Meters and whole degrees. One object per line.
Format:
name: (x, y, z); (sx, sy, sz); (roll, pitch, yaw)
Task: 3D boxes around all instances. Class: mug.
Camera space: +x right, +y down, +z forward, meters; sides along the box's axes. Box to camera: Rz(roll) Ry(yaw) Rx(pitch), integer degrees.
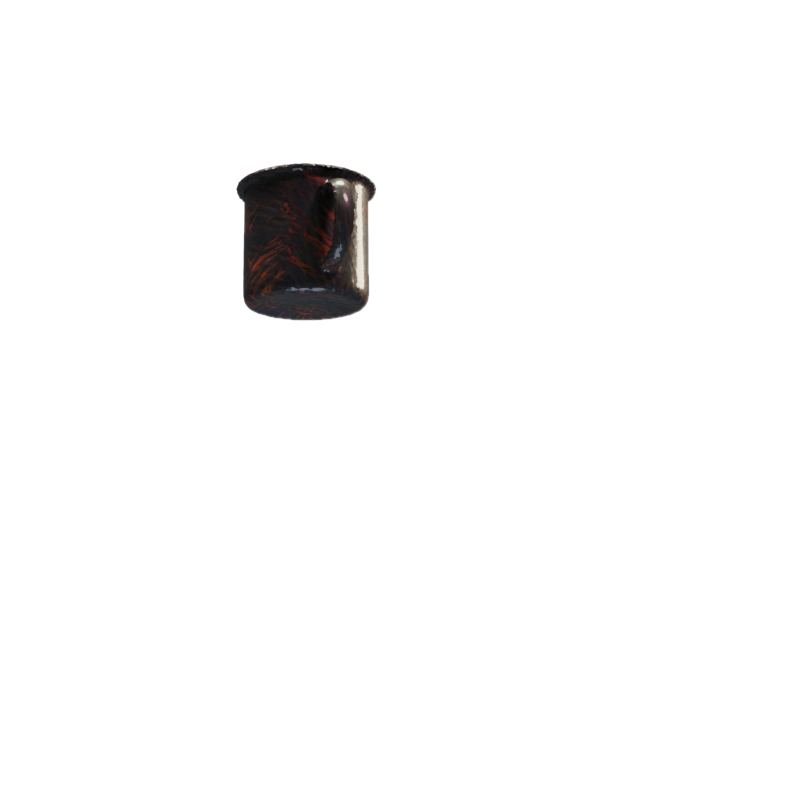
mug: (-0.056, -0.102, 0.715); (0.090, 0.085, 0.117); (6, -15, -25)
